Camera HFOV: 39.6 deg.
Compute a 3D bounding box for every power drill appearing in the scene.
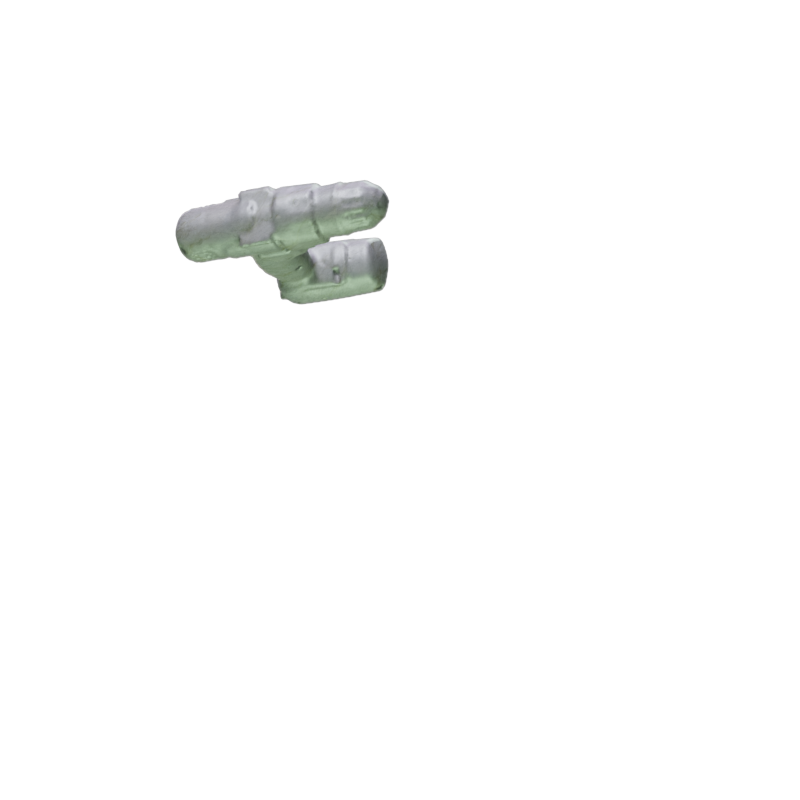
[{"bbox_3d":[-0.075,-0.137,0.963,0.188,0.060,0.177,-5,-13,21],"label":"power drill"}]
